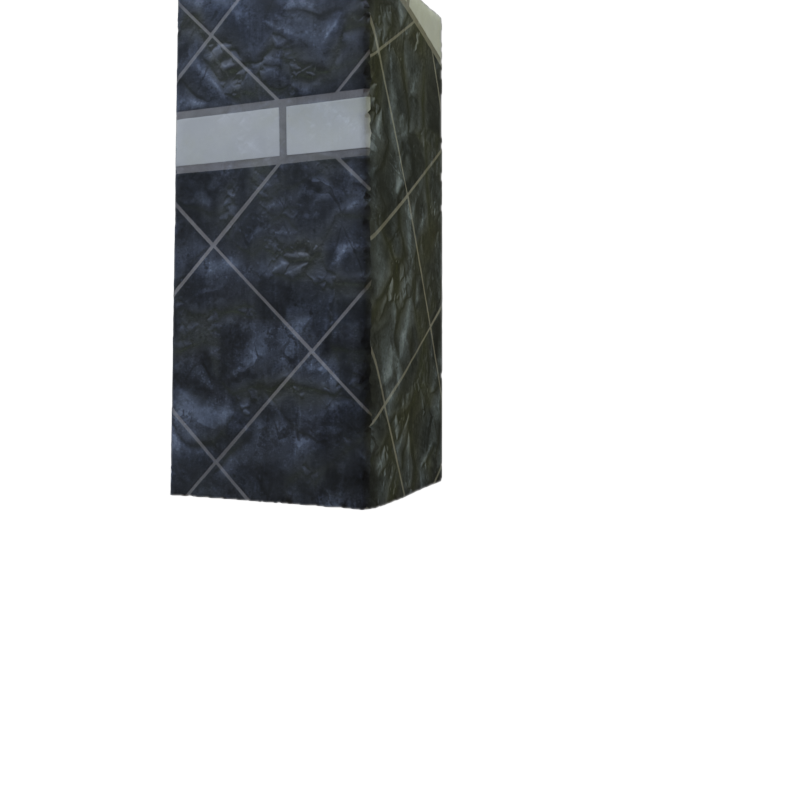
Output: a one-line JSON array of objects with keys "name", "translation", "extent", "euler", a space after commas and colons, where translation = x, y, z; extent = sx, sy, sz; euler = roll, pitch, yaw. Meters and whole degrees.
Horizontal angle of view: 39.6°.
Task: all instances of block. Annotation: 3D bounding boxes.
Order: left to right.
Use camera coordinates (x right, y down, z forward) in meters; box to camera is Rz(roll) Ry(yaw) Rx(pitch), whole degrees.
[{"name": "block", "translation": [-0.036, -0.067, 0.471], "extent": [0.093, 0.208, 0.087], "euler": [-1, -3, 23]}]
